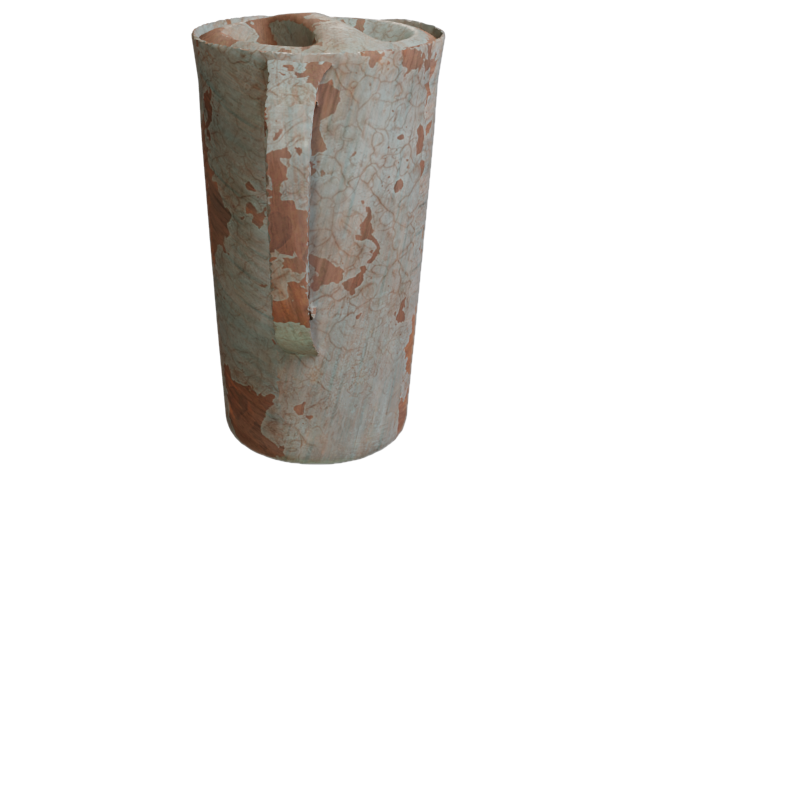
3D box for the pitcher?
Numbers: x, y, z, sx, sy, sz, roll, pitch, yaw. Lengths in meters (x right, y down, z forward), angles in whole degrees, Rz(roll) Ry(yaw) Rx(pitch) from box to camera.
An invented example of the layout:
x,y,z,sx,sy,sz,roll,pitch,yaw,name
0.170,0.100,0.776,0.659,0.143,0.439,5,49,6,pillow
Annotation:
x,y,z,sx,sy,sz,roll,pitch,yaw,name
-0.048,-0.087,0.613,0.146,0.232,0.154,-17,28,-38,pitcher
